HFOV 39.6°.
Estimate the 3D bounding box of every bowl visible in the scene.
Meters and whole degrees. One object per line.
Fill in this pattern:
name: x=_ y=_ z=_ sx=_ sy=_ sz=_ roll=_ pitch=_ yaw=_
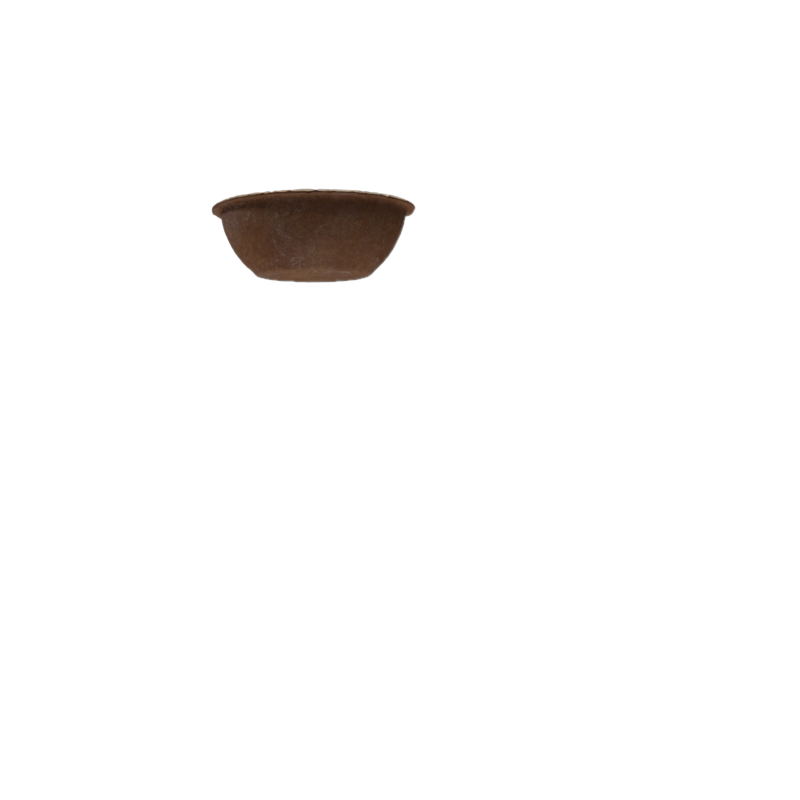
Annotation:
bowl: x=-0.069 y=-0.125 z=0.876 sx=0.162 sy=0.056 sz=0.160 roll=0 pitch=-1 yaw=-2
